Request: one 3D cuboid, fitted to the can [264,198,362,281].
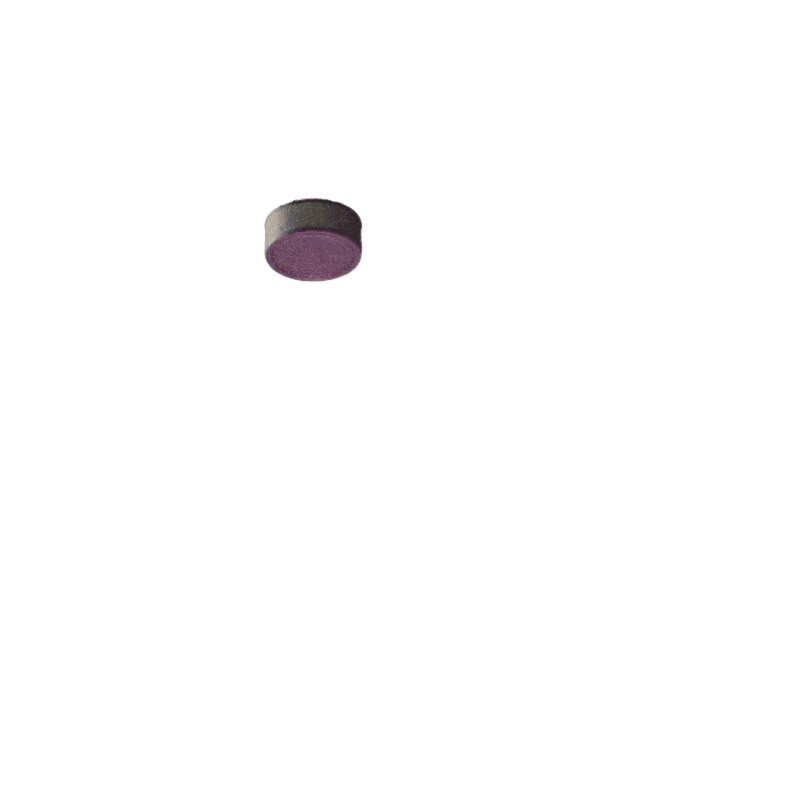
[{"bbox_3d":[-0.075,-0.137,0.961,0.086,0.036,0.081,1,-27,-2],"label":"can"}]
